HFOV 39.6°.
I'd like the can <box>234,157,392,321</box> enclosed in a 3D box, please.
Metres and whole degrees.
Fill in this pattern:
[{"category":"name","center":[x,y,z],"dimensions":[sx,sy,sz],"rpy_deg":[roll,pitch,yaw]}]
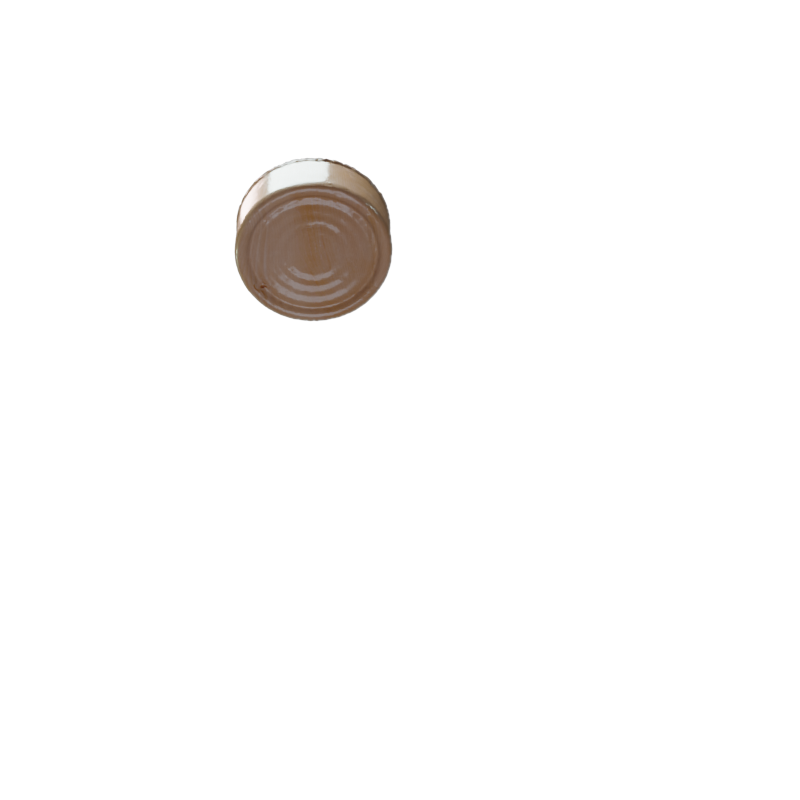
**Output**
[{"category":"can","center":[-0.047,-0.086,0.602],"dimensions":[0.086,0.081,0.036],"rpy_deg":[1,32,-1]}]
